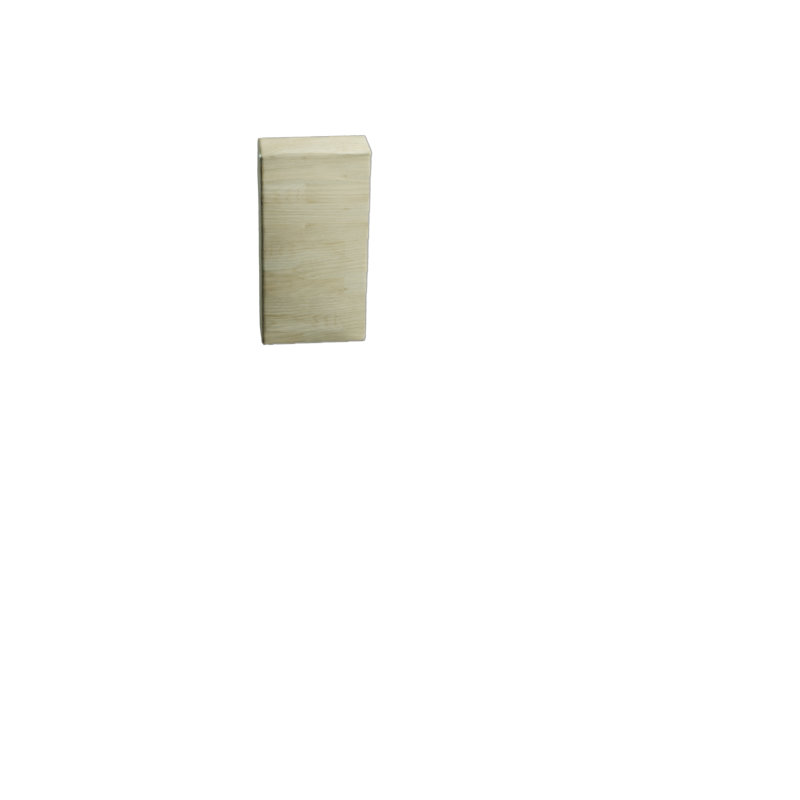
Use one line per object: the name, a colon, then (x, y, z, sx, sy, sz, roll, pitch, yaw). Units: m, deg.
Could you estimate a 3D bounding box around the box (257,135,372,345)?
box: (-0.073, -0.133, 0.933, 0.093, 0.166, 0.051, -2, 29, -7)
